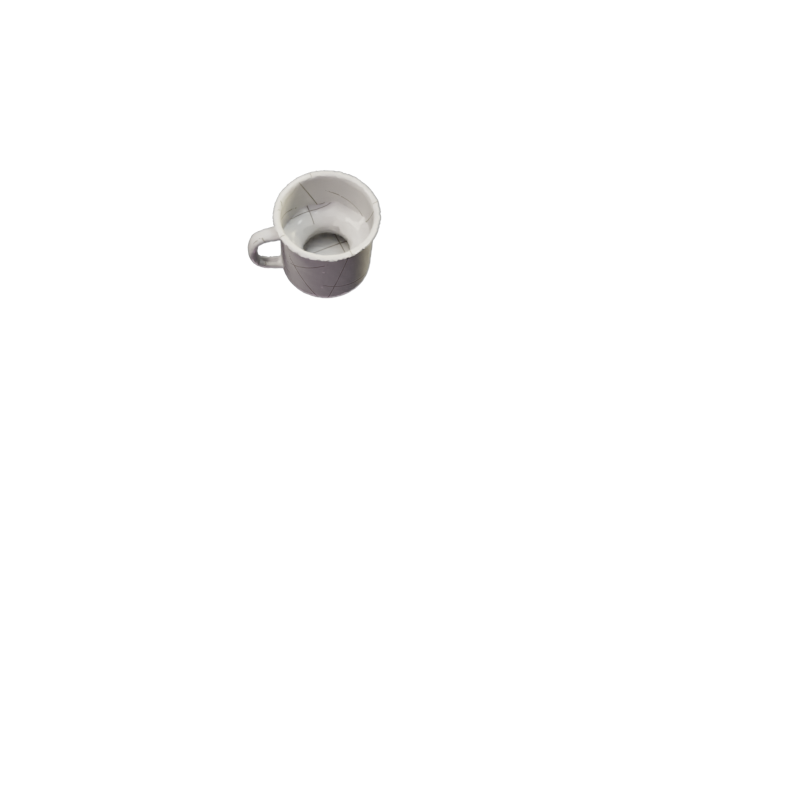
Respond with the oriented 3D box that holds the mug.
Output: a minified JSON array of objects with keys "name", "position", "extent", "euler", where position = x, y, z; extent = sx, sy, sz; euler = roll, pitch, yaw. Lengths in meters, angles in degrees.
[{"name":"mug","position":[-0.077,-0.140,0.981],"extent":[0.116,0.100,0.077],"euler":[-14,-27,-9]}]
